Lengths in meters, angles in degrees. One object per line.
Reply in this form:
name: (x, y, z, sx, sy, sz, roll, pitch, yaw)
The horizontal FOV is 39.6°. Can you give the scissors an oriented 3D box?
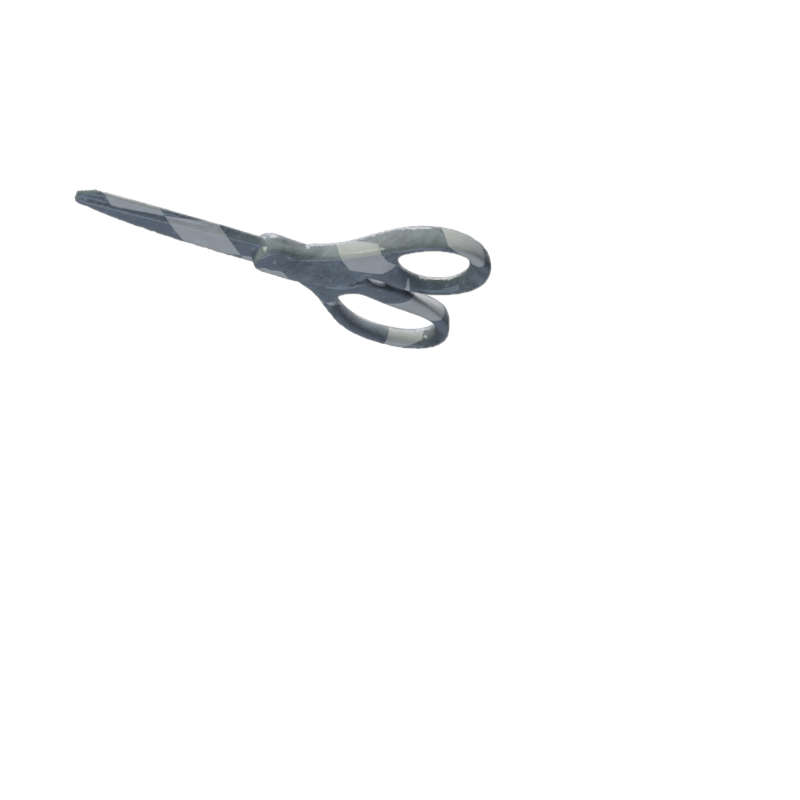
scissors: (-0.040, -0.074, 0.517, 0.190, 0.017, 0.096, 26, -42, -34)
